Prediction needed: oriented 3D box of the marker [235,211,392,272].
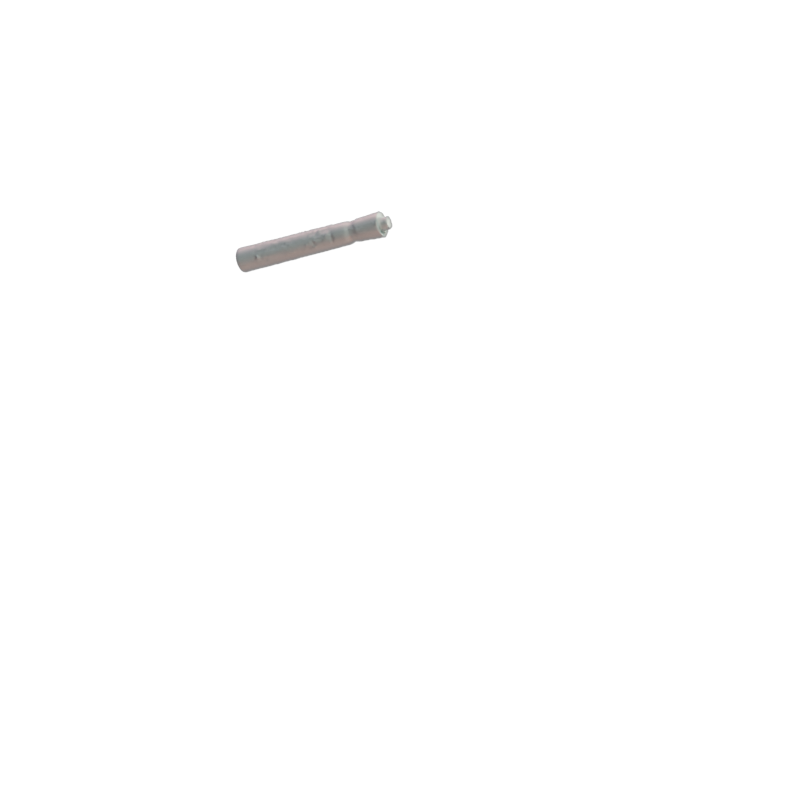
[{"bbox_3d":[-0.062,-0.113,0.795,0.123,0.020,0.019,-10,-1,25],"label":"marker"}]
